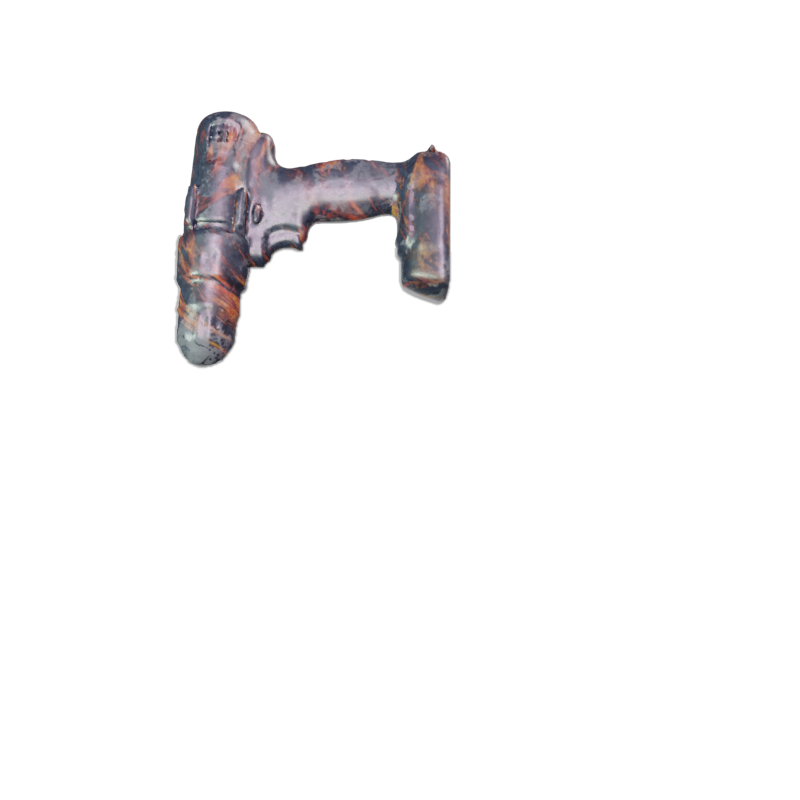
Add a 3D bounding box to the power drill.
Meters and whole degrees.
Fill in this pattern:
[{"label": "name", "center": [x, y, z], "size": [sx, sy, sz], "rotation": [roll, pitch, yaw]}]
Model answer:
[{"label": "power drill", "center": [-0.060, -0.109, 0.766], "size": [0.188, 0.192, 0.055], "rotation": [3, -17, 1]}]
